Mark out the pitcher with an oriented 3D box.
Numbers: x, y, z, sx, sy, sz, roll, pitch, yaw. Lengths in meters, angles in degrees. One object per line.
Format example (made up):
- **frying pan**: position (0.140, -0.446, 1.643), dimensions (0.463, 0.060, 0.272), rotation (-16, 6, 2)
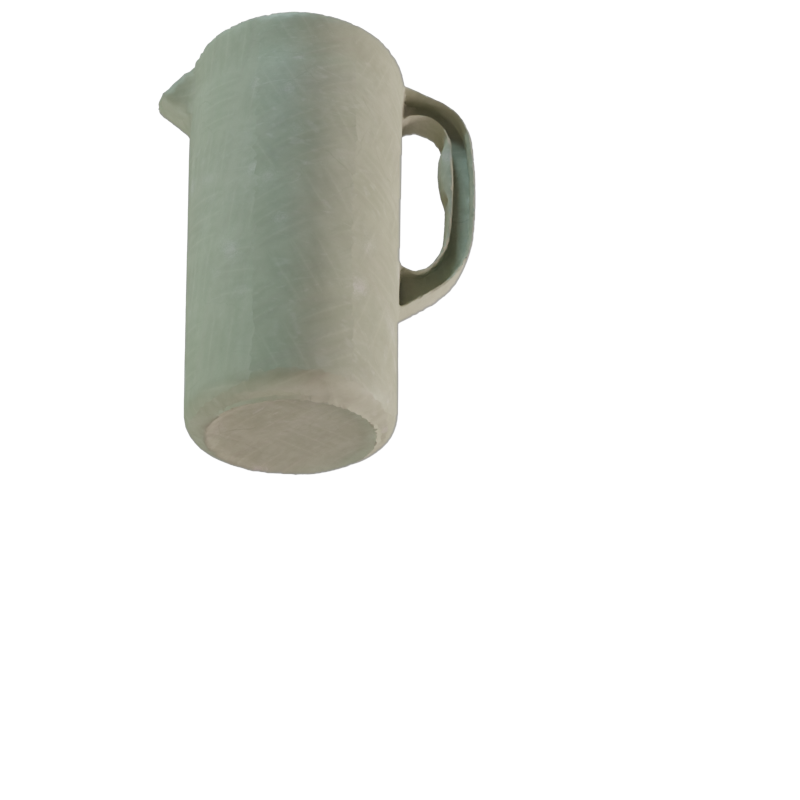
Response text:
- **pitcher**: position (-0.049, -0.089, 0.622), dimensions (0.150, 0.259, 0.135), rotation (-23, -37, 30)
